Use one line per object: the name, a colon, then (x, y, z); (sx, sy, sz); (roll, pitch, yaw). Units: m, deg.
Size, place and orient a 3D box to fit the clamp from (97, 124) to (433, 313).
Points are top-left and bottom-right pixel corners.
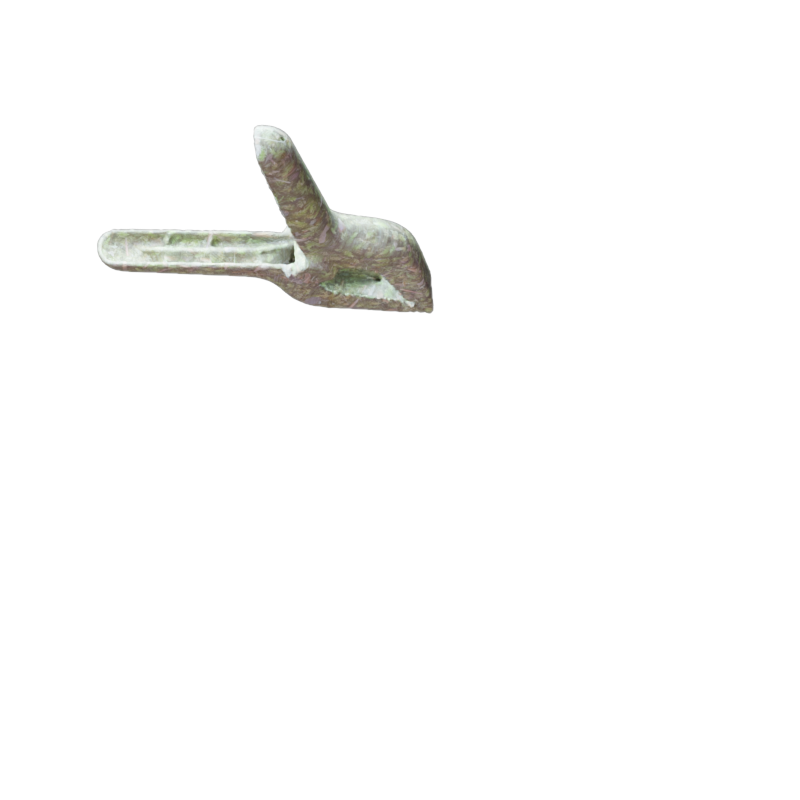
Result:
clamp: (-0.051, -0.094, 0.656); (0.200, 0.038, 0.164); (14, -25, -33)
